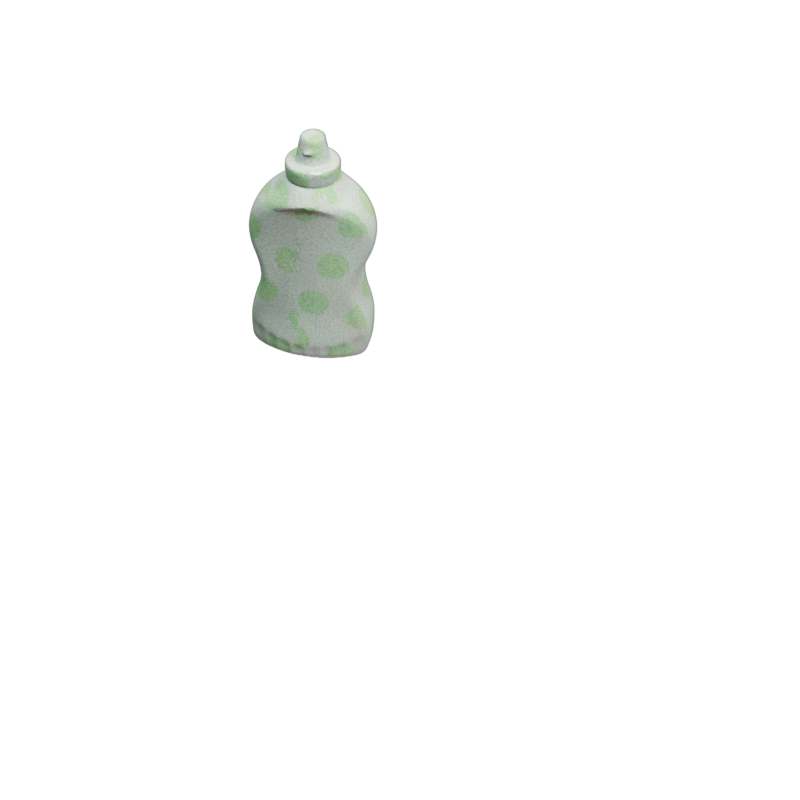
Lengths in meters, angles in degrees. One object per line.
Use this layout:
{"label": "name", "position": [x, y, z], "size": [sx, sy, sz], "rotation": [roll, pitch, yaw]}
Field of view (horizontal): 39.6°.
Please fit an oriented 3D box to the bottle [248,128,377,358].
{"label": "bottle", "position": [-0.066, -0.120, 0.844], "size": [0.098, 0.179, 0.061], "rotation": [10, 40, 9]}
